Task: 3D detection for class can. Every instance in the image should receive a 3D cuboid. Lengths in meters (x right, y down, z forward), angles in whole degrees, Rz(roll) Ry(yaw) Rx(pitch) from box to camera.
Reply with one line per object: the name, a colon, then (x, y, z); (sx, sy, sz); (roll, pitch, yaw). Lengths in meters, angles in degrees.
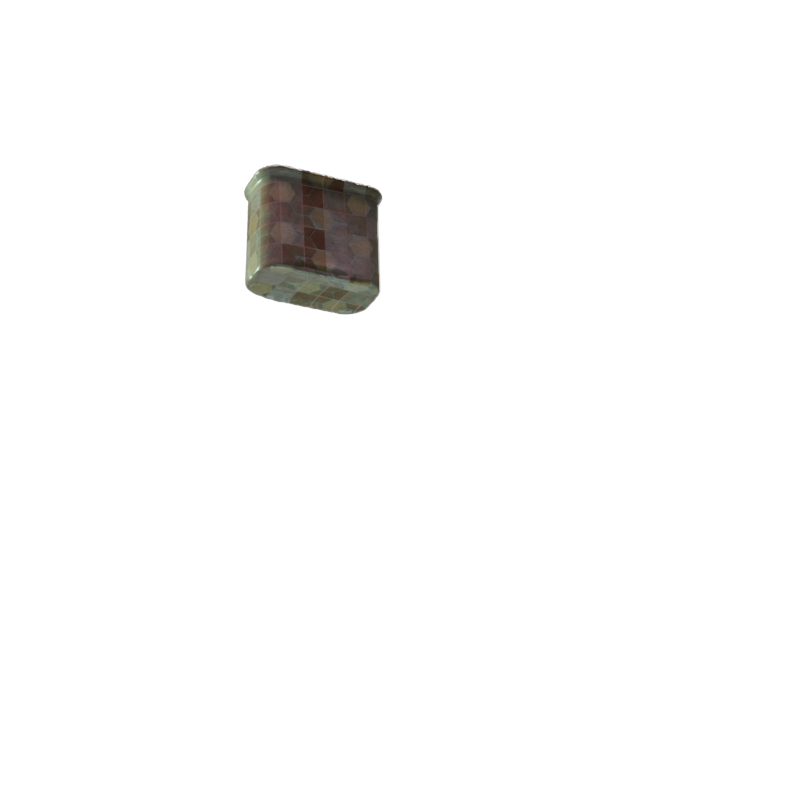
can: (-0.064, -0.117, 0.817); (0.098, 0.089, 0.056); (10, -29, -22)
